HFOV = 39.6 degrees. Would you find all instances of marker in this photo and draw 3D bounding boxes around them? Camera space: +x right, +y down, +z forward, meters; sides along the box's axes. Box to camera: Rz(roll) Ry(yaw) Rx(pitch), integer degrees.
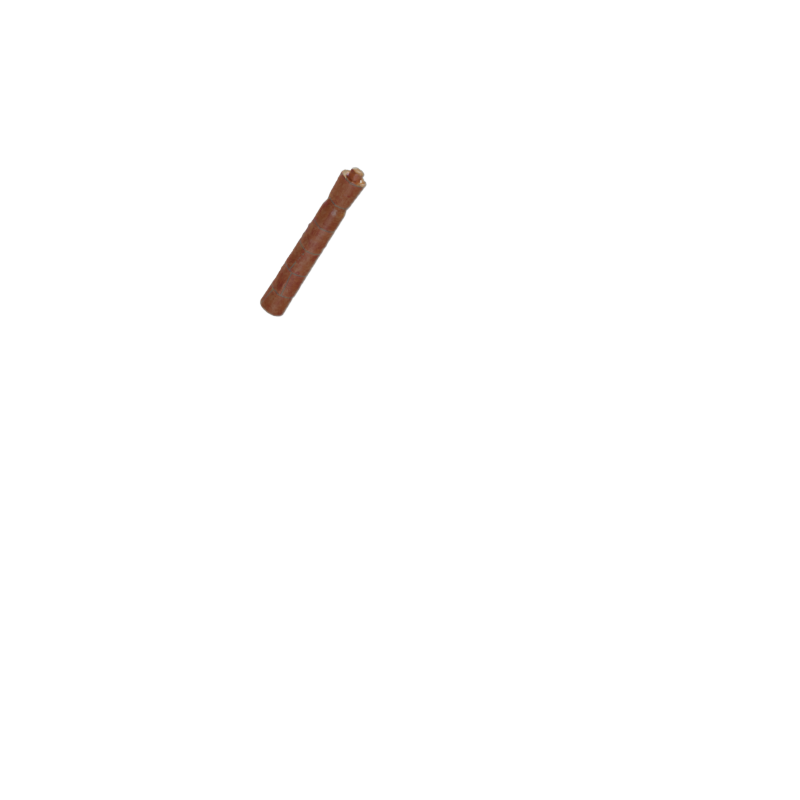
[{"bbox_3d":[-0.058,-0.106,0.744,0.019,0.117,0.021,27,28,-18],"label":"marker"}]
